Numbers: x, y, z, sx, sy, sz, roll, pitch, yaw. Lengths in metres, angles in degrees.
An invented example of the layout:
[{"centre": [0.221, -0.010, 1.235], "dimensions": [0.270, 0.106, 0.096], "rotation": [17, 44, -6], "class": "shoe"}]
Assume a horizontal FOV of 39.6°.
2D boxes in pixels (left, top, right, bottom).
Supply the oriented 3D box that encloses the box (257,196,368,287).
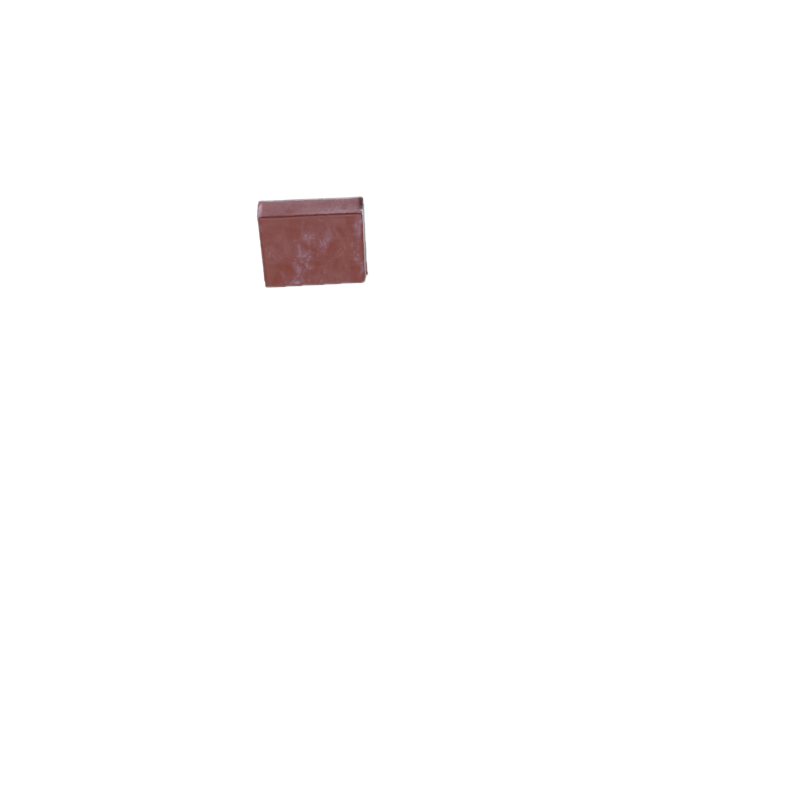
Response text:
[{"centre": [-0.073, -0.134, 0.935], "dimensions": [0.089, 0.068, 0.032], "rotation": [-3, 38, 2], "class": "box"}]
